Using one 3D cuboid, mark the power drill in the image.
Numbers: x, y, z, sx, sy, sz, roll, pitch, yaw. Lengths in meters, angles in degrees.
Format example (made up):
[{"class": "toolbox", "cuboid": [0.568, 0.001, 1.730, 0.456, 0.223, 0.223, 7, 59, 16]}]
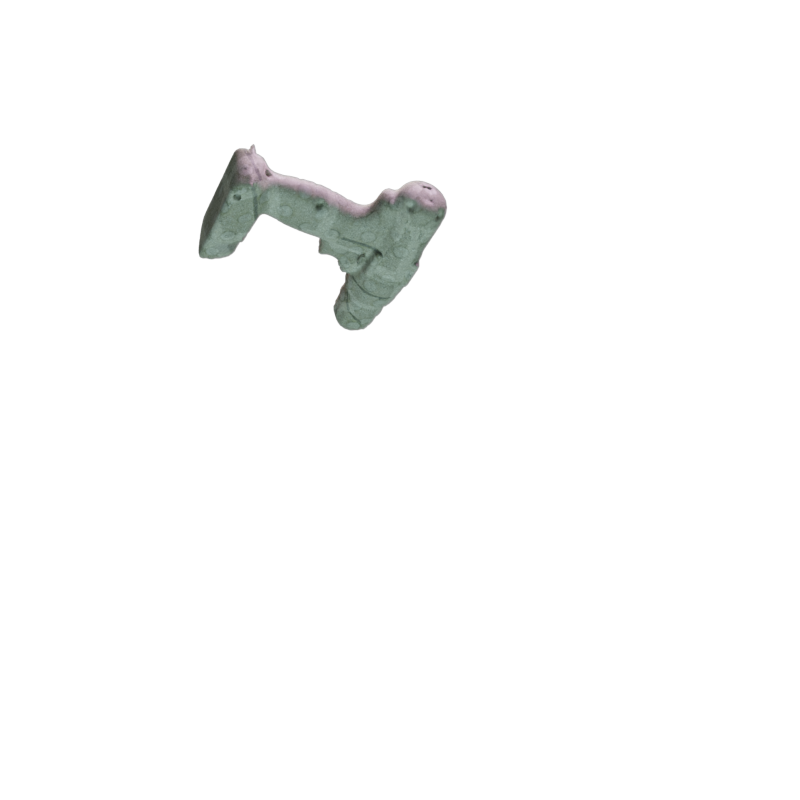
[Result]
[{"class": "power drill", "cuboid": [-0.075, -0.137, 0.962, 0.182, 0.062, 0.177, 14, -41, -17]}]
